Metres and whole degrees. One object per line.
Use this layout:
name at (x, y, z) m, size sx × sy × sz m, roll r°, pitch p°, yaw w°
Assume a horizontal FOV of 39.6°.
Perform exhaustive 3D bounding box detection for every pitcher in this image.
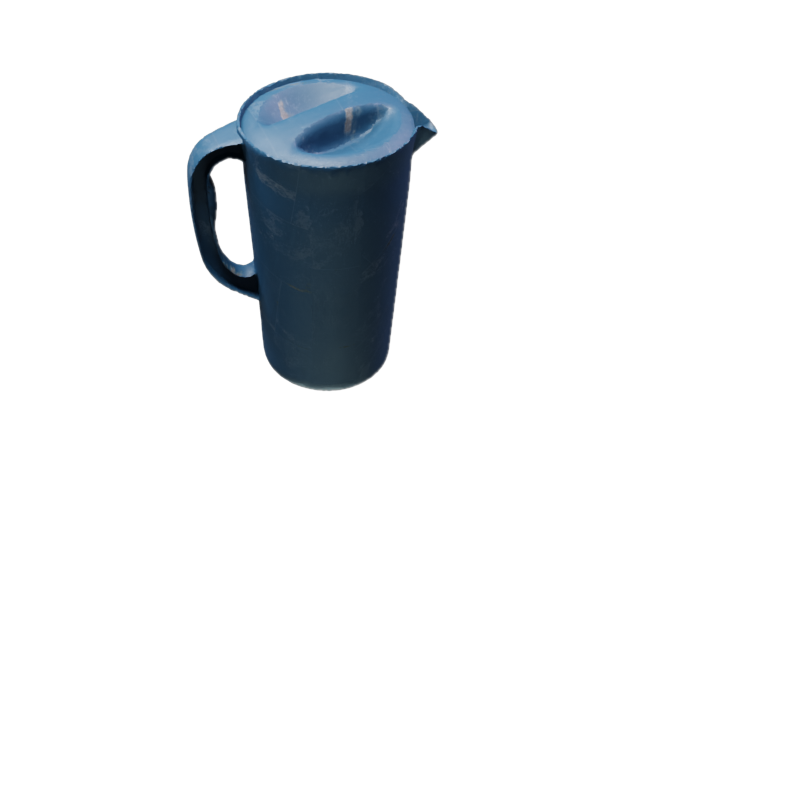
pitcher at (-0.069, -0.126, 0.879) m, size 0.156 × 0.227 × 0.148 m, roll 23°, pitch 45°, yaw 22°
